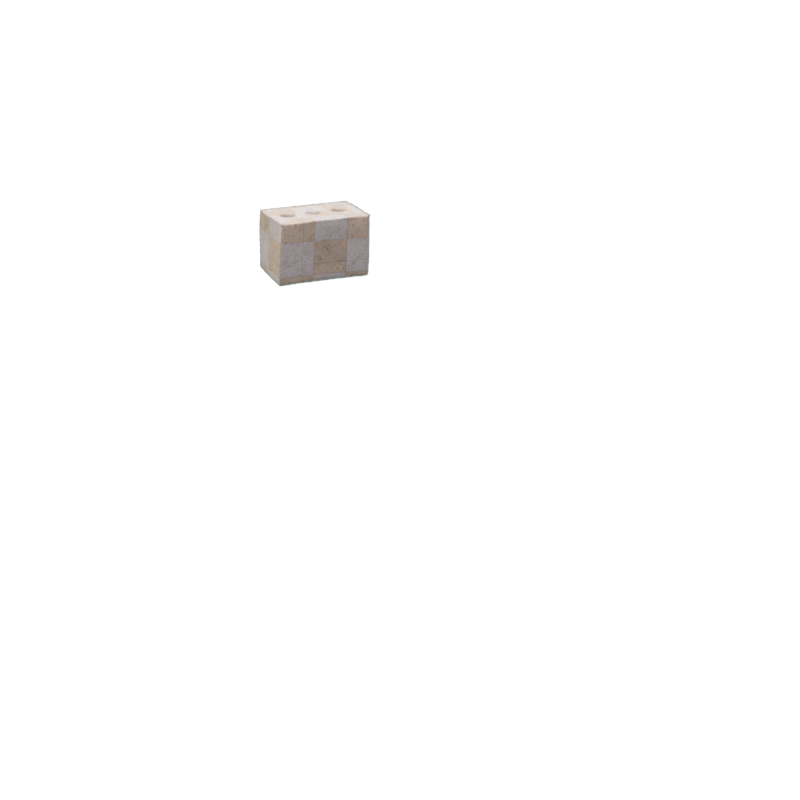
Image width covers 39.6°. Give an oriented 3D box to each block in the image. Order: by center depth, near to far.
[{"bbox_3d":[-0.070,-0.128,0.895,0.076,0.049,0.056,-9,24,-22],"label":"block"}]
